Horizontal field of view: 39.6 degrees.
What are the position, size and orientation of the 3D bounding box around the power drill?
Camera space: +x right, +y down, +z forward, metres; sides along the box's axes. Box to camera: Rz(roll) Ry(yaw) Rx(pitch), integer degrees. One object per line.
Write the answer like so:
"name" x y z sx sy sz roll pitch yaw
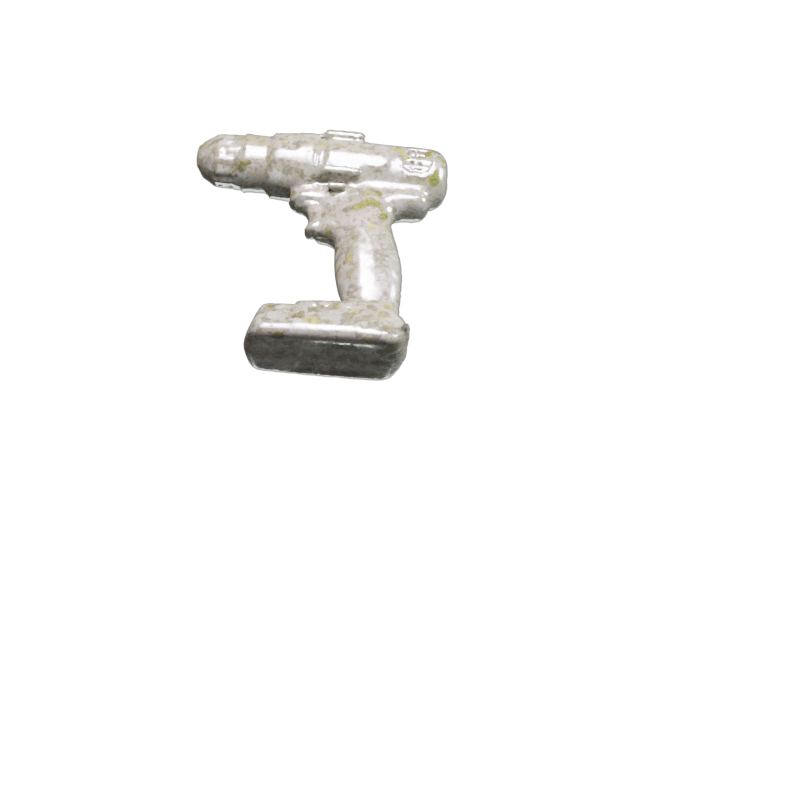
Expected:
"power drill" -0.060 -0.110 0.771 0.185 0.200 0.054 3 -33 2
